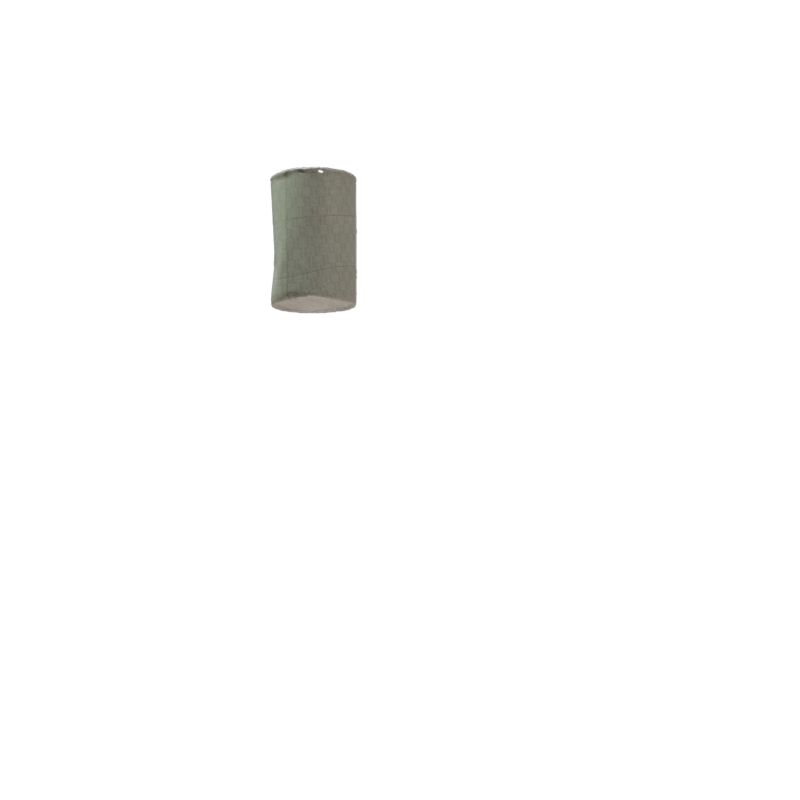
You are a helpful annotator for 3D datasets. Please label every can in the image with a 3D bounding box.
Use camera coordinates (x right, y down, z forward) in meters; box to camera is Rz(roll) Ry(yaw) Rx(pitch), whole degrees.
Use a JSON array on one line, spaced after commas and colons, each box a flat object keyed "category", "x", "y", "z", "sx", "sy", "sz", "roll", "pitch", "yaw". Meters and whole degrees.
[{"category": "can", "x": -0.067, "y": -0.123, "z": 0.859, "sx": 0.068, "sy": 0.105, "sz": 0.067, "roll": 0, "pitch": -11, "yaw": -2}]
